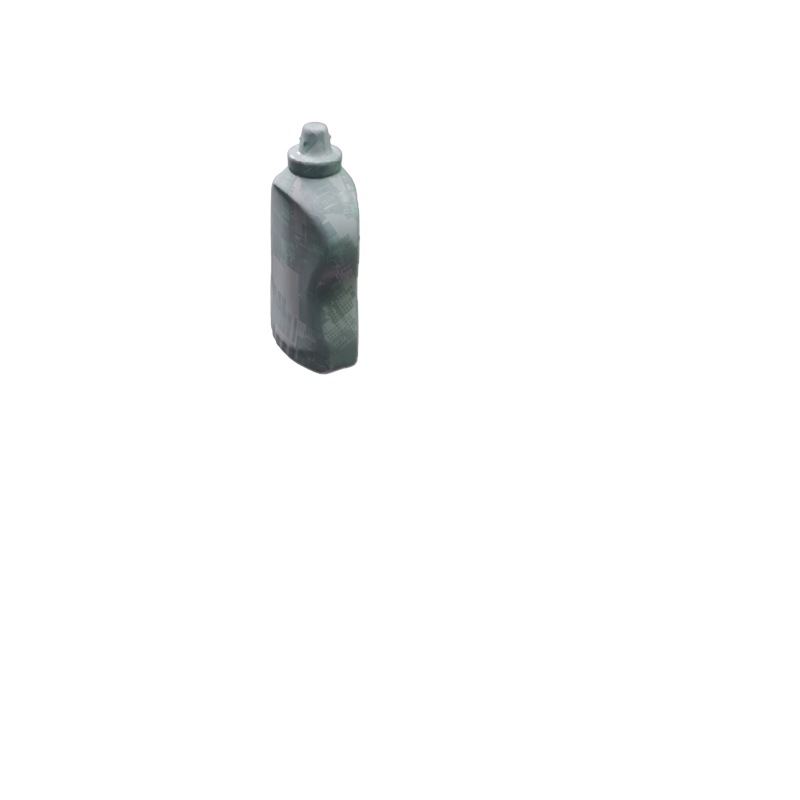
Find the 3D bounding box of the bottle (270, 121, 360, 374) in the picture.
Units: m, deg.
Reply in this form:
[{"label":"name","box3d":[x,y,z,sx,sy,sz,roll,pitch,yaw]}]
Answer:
[{"label":"bottle","box3d":[-0.067,-0.123,0.857,0.057,0.180,0.104,-13,34,-25]}]
